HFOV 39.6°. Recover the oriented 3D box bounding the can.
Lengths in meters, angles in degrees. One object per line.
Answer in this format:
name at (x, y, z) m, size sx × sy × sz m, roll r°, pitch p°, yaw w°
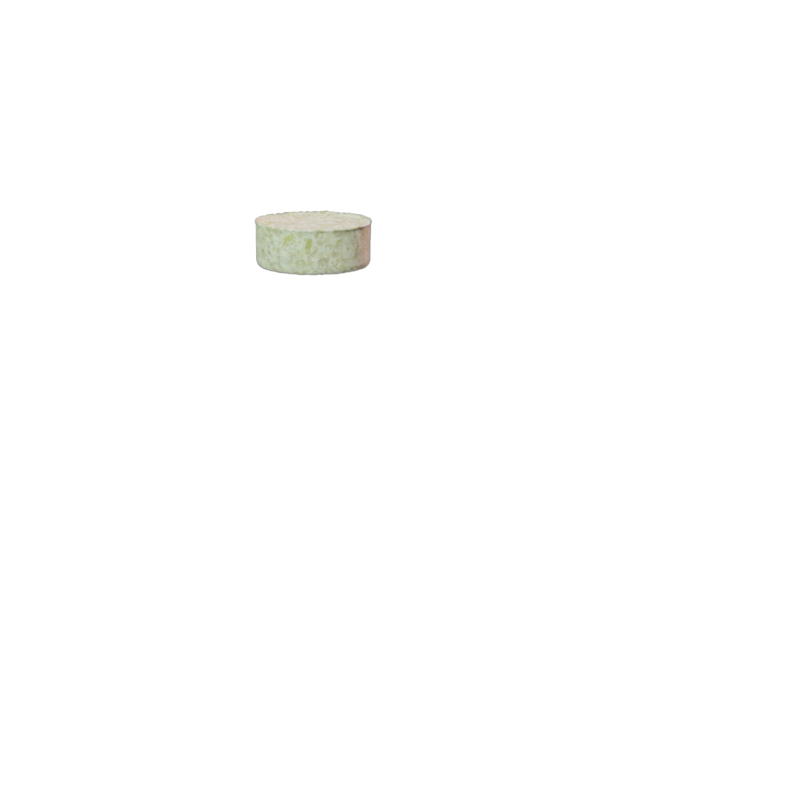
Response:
can at (-0.064, -0.116, 0.813) m, size 0.086 × 0.032 × 0.089 m, roll -1°, pitch 17°, yaw -2°
